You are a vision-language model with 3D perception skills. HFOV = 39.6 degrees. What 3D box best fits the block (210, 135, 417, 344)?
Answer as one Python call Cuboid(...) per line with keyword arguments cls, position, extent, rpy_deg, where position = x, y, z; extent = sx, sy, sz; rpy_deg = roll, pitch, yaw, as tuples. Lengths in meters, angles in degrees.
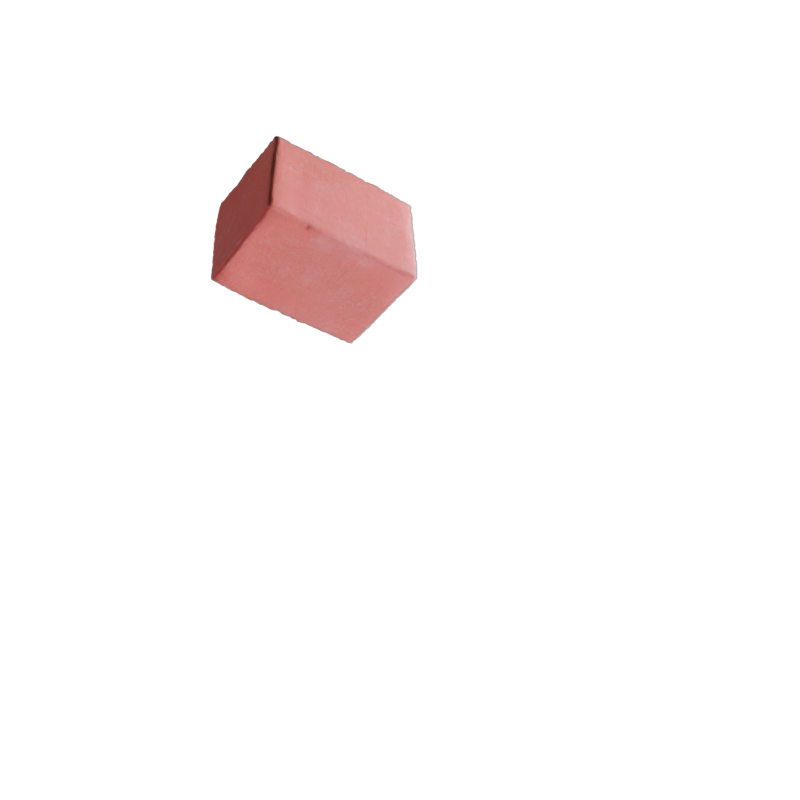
Cuboid(cls="block", position=(-0.039, -0.071, 0.500), extent=(0.074, 0.055, 0.051), rpy_deg=(25, -50, -25))
